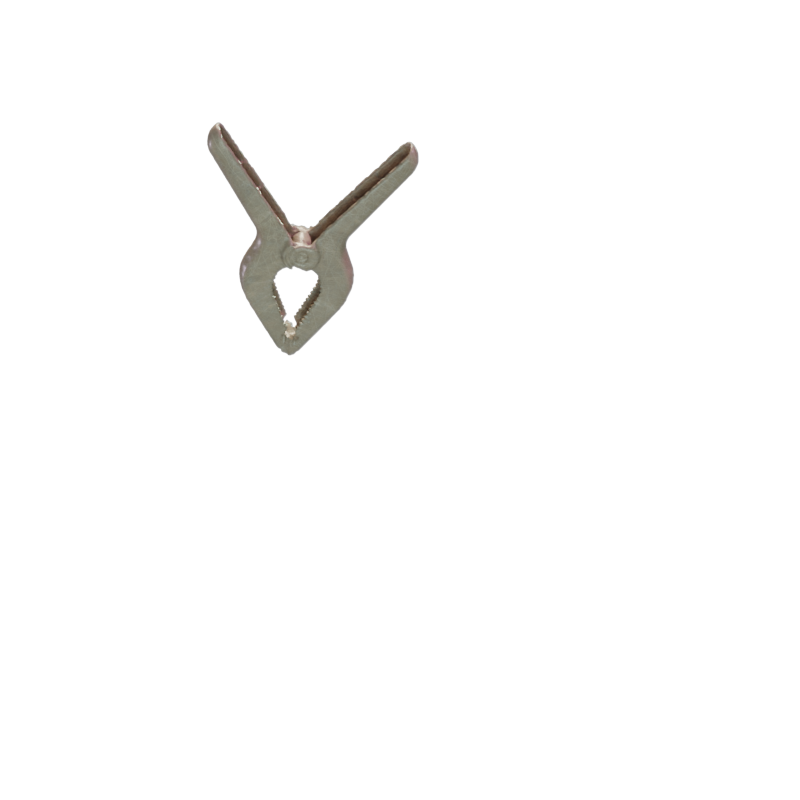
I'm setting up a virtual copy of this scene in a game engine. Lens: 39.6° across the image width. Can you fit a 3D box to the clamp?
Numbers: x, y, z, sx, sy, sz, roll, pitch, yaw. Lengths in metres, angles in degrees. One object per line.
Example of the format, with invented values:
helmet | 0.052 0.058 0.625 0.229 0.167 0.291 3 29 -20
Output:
clamp | -0.071 -0.129 0.906 0.164 0.197 0.039 1 33 -1
